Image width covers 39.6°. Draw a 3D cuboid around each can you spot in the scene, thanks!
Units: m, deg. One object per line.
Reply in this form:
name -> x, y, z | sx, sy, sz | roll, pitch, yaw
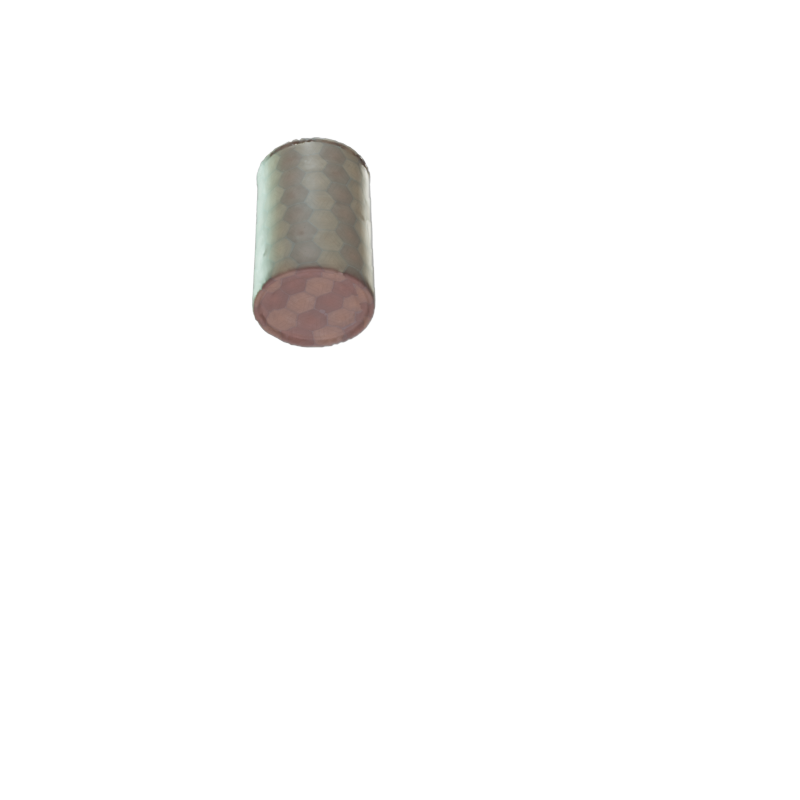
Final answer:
can -> -0.049, -0.089, 0.624 | 0.068, 0.110, 0.064 | -1, -40, -3
